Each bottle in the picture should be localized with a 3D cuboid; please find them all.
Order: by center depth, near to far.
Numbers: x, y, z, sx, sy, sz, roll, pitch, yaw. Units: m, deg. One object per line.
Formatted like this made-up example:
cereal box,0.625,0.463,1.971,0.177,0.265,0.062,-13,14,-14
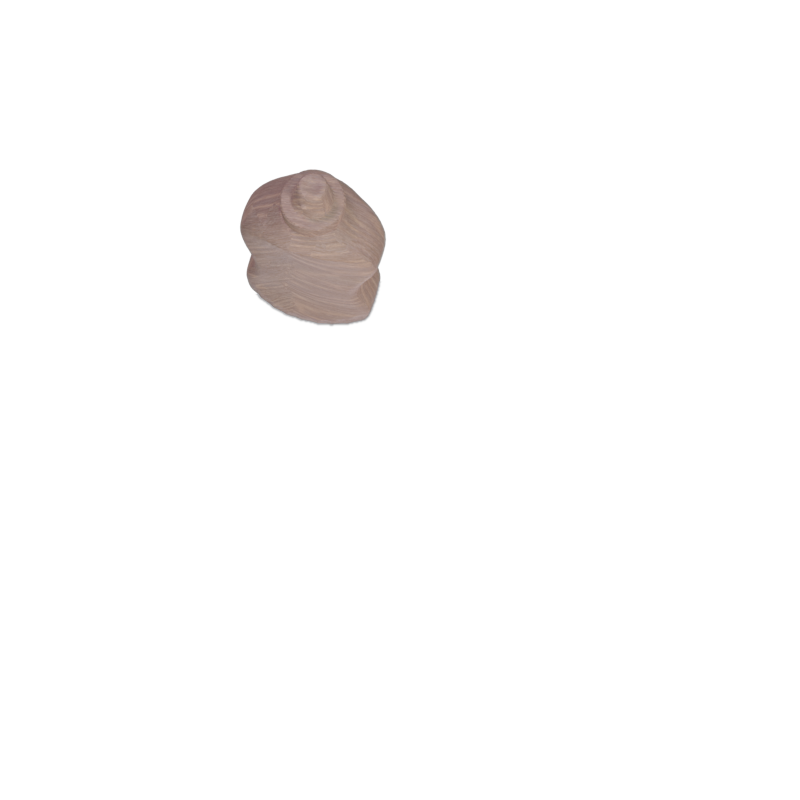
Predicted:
bottle,-0.059,-0.106,0.747,0.097,0.060,0.184,19,-15,2
